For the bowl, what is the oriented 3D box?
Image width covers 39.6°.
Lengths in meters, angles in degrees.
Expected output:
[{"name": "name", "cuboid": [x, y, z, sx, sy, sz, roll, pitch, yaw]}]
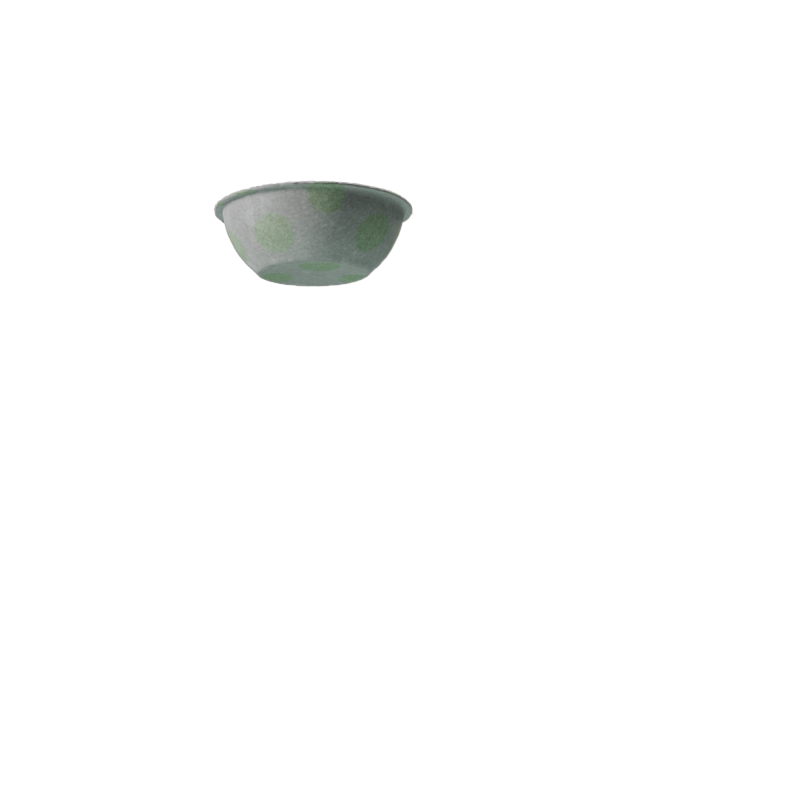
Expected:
[{"name": "bowl", "cuboid": [-0.070, -0.128, 0.898, 0.162, 0.057, 0.158, 0, -8, -2]}]
